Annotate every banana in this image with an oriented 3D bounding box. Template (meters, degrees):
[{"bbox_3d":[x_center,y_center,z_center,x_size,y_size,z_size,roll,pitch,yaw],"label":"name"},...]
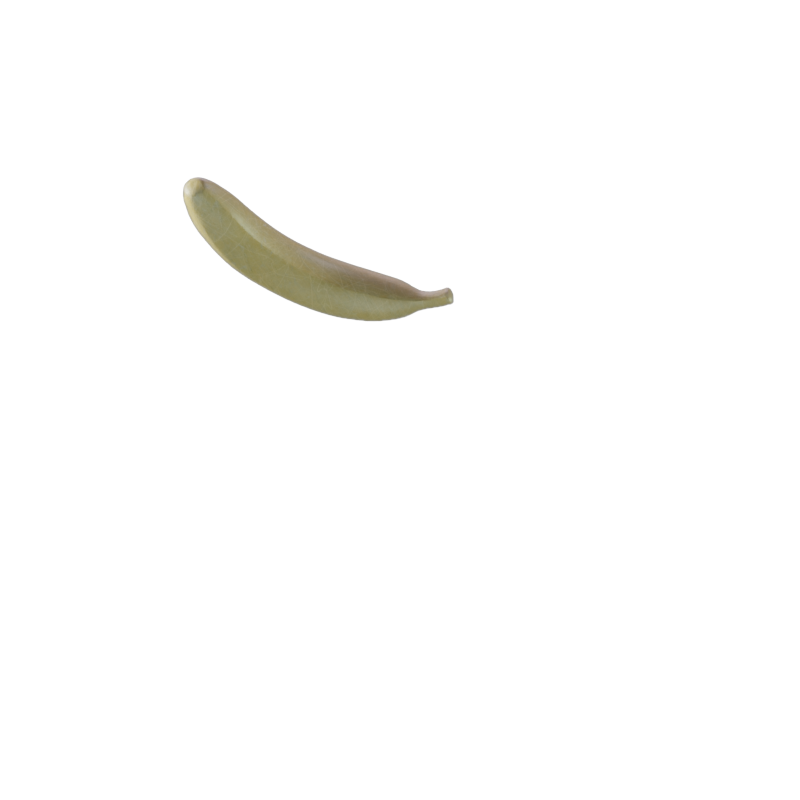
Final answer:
[{"bbox_3d":[-0.063,-0.092,0.724,0.189,0.039,0.068,20,-41,-25],"label":"banana"}]
